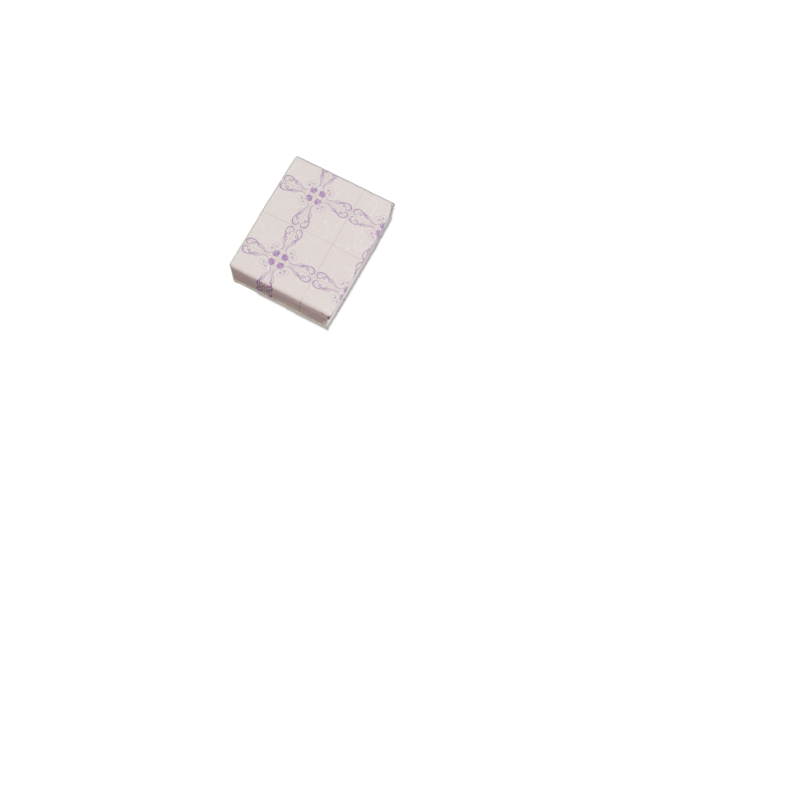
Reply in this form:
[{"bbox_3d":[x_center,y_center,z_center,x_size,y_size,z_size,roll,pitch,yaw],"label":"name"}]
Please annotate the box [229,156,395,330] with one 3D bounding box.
[{"bbox_3d":[-0.069,-0.125,0.877,0.092,0.117,0.037,25,-19,9],"label":"box"}]
